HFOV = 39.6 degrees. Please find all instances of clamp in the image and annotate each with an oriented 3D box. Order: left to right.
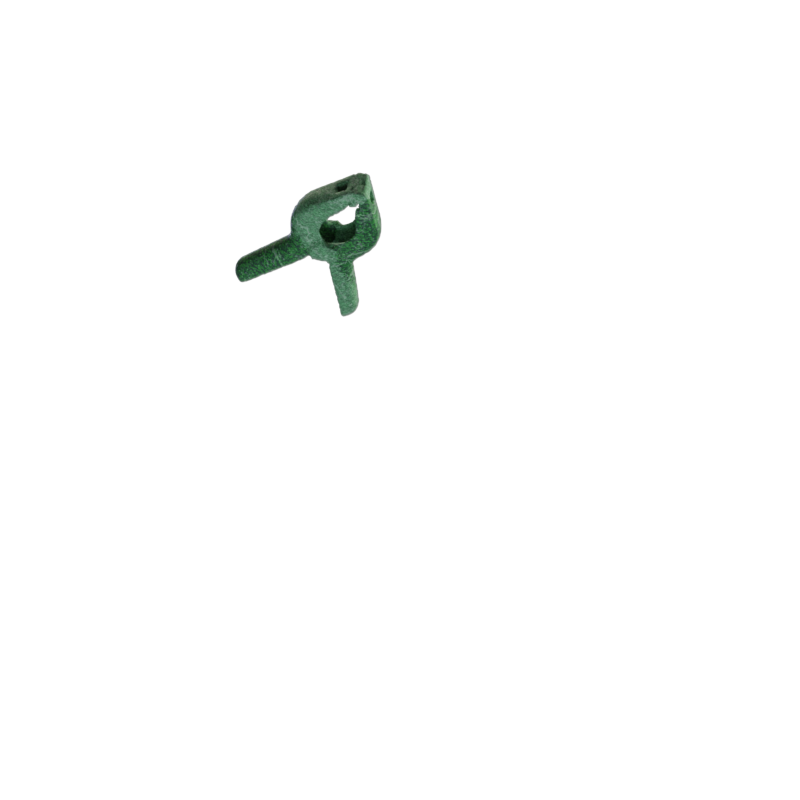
[{"bbox_3d":[-0.077,-0.140,0.984,0.118,0.042,0.163,10,-39,-12],"label":"clamp"}]
